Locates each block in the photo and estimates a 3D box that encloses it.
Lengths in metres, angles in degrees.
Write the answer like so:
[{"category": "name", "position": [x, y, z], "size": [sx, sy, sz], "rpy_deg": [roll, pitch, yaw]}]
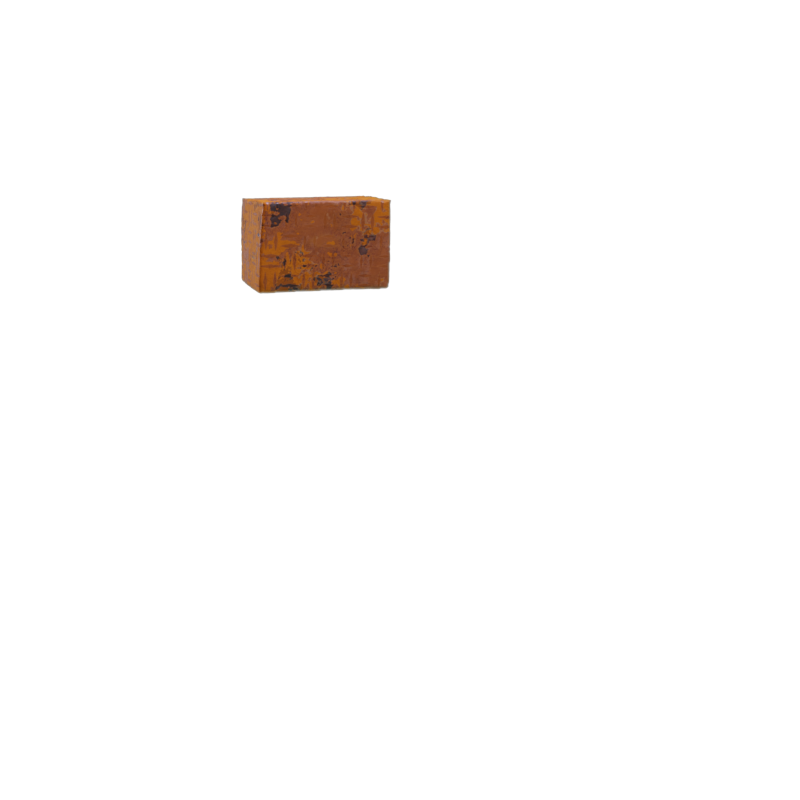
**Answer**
[{"category": "block", "position": [-0.050, -0.092, 0.644], "size": [0.076, 0.050, 0.055], "rpy_deg": [-4, 11, -18]}]
